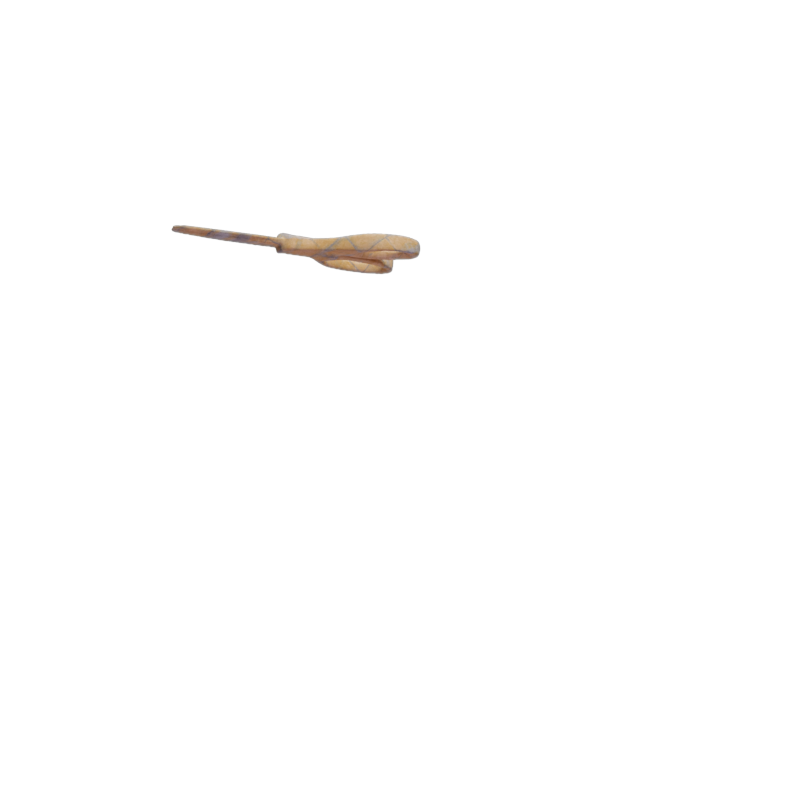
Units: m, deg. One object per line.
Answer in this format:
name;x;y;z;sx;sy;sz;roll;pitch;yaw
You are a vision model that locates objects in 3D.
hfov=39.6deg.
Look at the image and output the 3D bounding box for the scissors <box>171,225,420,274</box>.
scissors;-0.067;-0.122;0.851;0.099;0.016;0.191;-6;-9;43
